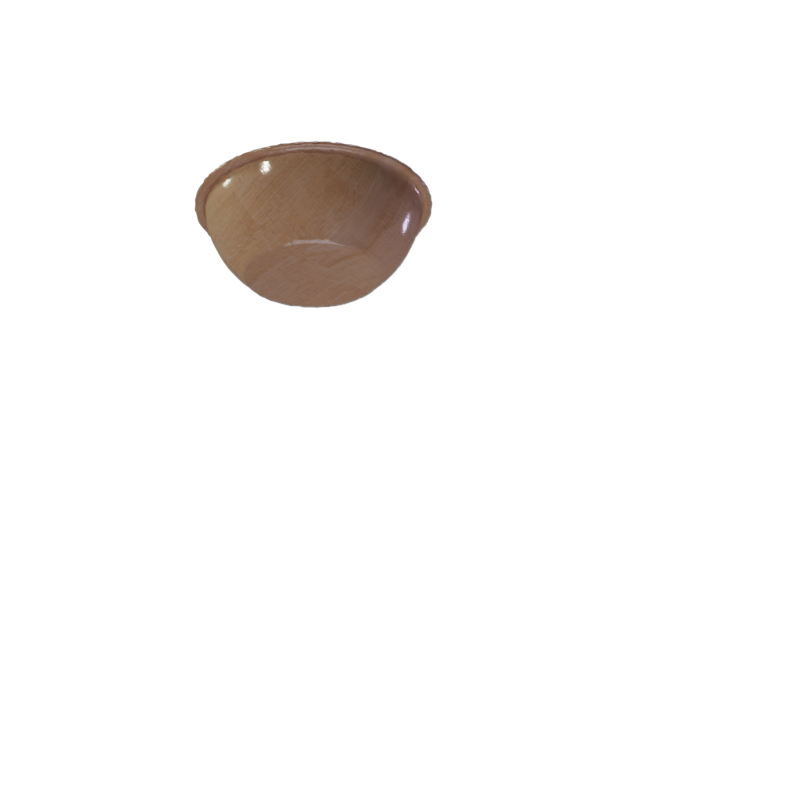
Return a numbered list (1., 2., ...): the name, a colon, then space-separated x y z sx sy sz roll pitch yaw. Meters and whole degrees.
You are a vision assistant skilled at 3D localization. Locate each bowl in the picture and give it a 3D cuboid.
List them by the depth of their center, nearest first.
1. bowl: -0.058 -0.106 0.743 0.162 0.058 0.153 1 -25 -2
